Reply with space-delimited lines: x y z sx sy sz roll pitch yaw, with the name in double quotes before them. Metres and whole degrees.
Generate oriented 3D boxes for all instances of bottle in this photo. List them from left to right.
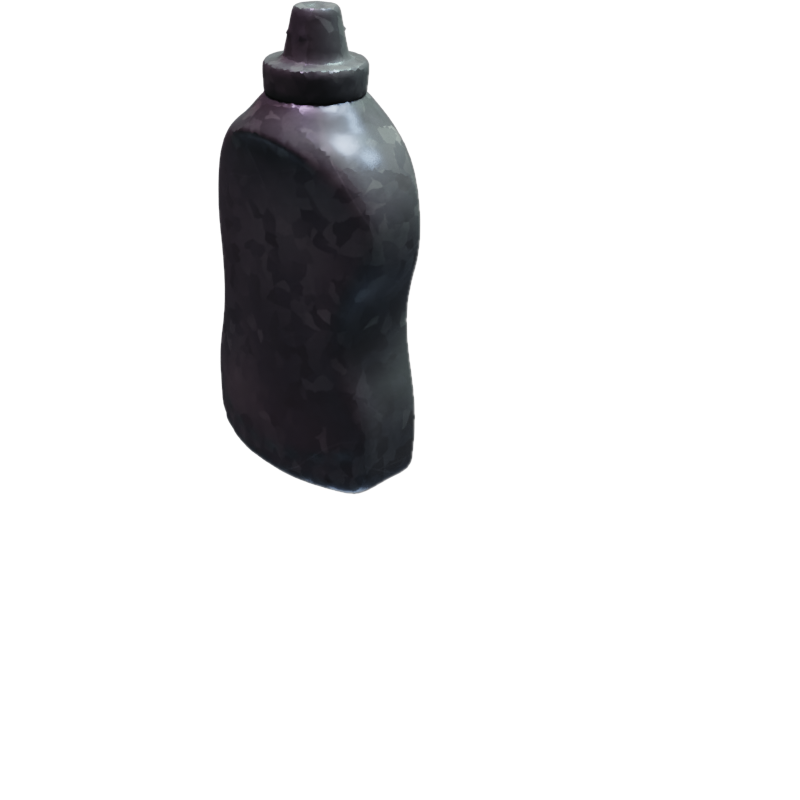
"bottle" -0.035 -0.065 0.451 0.057 0.182 0.103 -18 32 -37
